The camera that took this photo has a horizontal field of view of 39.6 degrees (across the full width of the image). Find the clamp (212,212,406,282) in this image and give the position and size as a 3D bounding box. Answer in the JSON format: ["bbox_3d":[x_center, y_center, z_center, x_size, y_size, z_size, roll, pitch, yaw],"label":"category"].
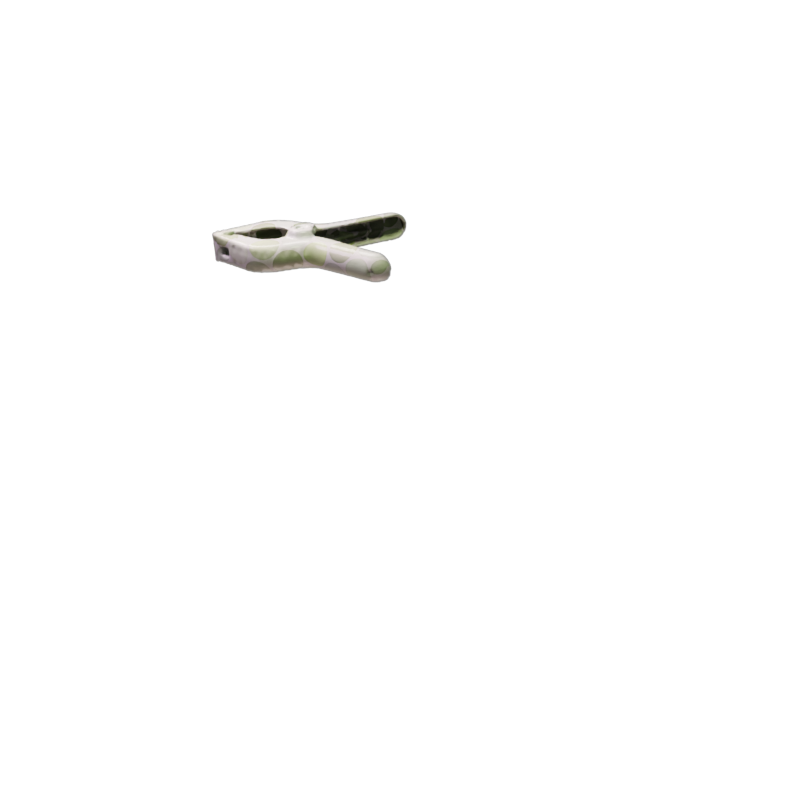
[{"bbox_3d":[-0.076,-0.140,0.977,0.176,0.037,0.122,8,24,17],"label":"clamp"}]
